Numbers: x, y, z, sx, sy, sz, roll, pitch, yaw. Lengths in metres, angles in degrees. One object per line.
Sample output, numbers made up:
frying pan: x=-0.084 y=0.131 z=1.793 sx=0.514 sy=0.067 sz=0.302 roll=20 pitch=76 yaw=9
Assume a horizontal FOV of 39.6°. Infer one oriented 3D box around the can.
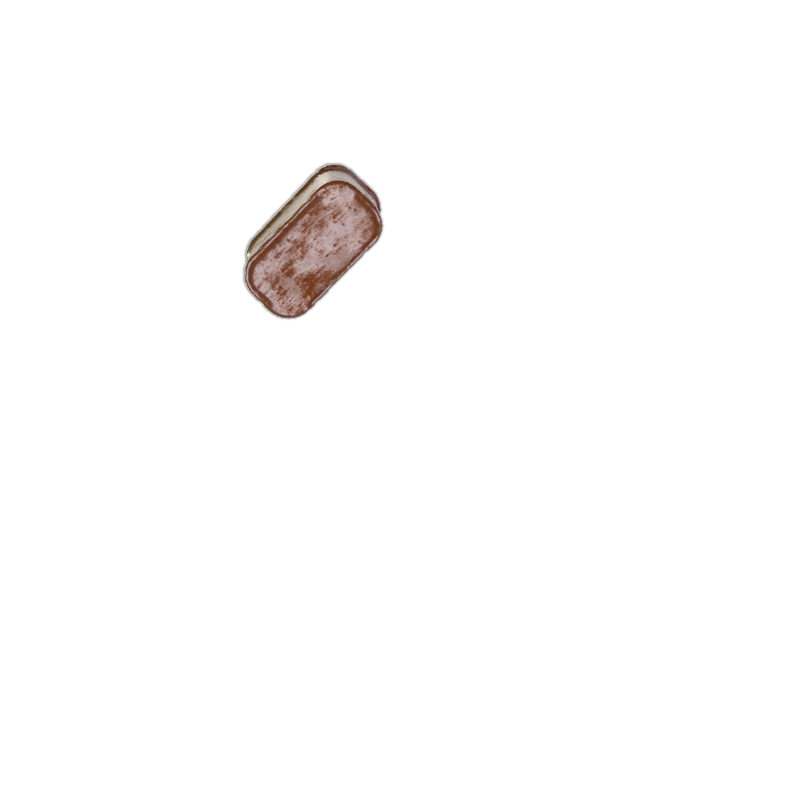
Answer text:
can: x=-0.058 y=-0.106 z=0.746 sx=0.056 sy=0.101 sz=0.086 roll=43 pitch=8 yaw=-12
